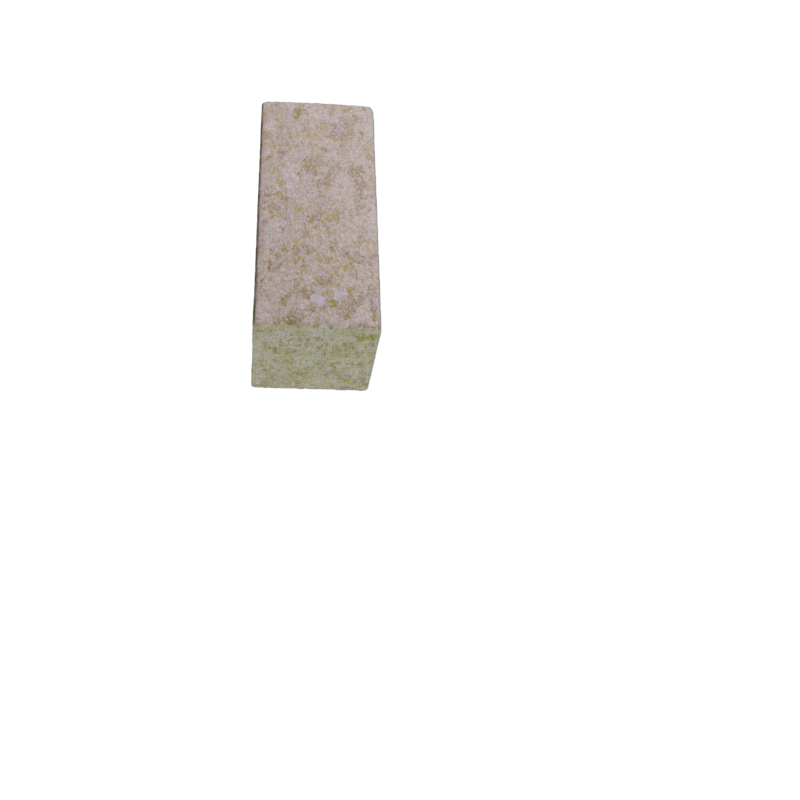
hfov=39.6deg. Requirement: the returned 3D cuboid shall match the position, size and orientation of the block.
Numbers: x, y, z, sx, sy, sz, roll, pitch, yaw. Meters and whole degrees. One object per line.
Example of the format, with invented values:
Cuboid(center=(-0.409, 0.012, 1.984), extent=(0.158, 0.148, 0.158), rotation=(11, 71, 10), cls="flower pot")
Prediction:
Cuboid(center=(-0.066, -0.121, 0.846), extent=(0.089, 0.220, 0.085), rotation=(2, -34, -6), cls="block")
